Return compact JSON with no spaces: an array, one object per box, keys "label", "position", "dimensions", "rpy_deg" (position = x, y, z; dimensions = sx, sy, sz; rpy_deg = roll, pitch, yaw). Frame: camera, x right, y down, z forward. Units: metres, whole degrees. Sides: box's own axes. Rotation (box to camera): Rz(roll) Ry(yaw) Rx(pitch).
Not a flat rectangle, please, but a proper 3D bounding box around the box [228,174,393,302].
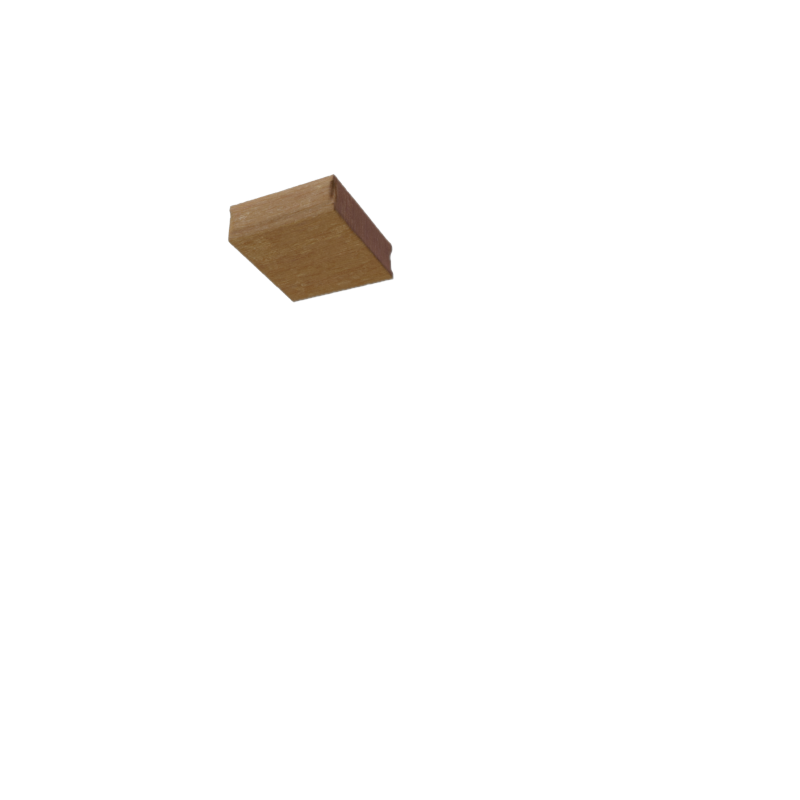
[{"label":"box","position":[-0.054,-0.099,0.694],"dimensions":[0.074,0.032,0.083],"rpy_deg":[-13,-29,22]}]
